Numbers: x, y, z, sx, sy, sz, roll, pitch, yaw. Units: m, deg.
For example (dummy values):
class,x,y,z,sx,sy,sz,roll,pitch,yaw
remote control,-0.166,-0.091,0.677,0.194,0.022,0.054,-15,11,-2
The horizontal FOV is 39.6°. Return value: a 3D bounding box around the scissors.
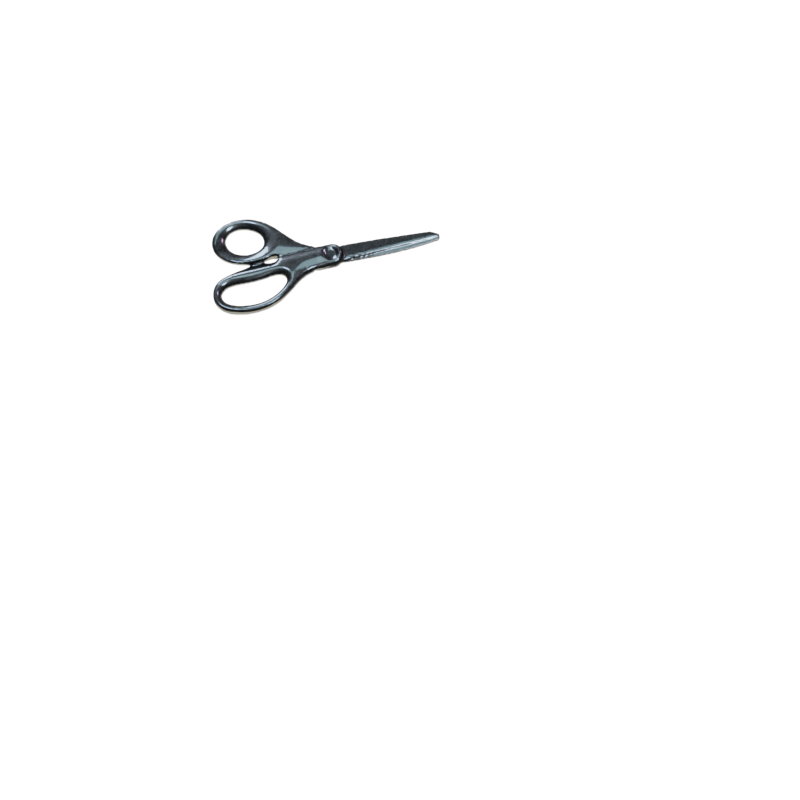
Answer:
class,x,y,z,sx,sy,sz,roll,pitch,yaw
scissors,-0.076,-0.138,0.969,0.201,0.102,0.015,-26,-23,-12
